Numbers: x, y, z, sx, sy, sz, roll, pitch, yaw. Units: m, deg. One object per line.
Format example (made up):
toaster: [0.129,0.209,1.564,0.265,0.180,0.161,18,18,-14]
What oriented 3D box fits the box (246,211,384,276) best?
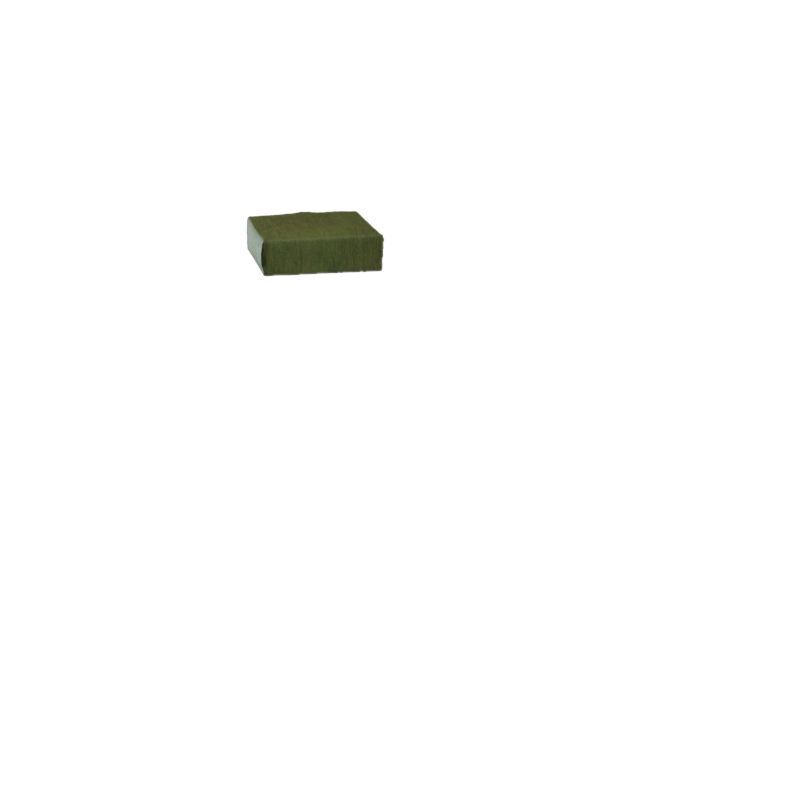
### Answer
box: [-0.064,-0.116,0.814,0.088,0.029,0.077,-5,22,-13]
